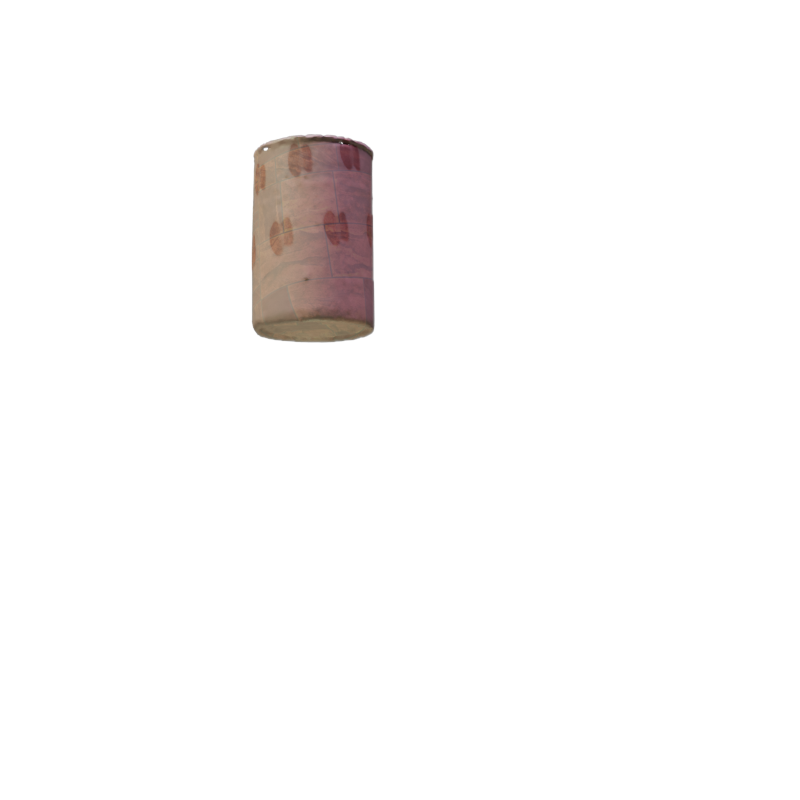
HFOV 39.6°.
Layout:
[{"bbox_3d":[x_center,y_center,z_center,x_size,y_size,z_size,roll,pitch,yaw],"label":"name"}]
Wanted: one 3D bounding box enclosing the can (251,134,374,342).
[{"bbox_3d":[-0.048,-0.087,0.613,0.068,0.106,0.066,0,-12,-2],"label":"can"}]
